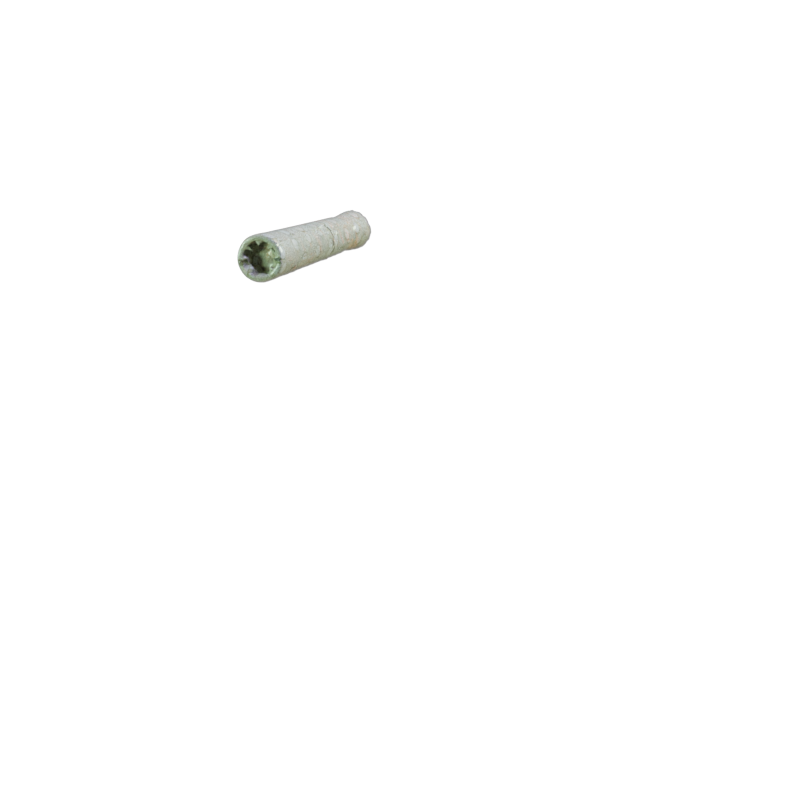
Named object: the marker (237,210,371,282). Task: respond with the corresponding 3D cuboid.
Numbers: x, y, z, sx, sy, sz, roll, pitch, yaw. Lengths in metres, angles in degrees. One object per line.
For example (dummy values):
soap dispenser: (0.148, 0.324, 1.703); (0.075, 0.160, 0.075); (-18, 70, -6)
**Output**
marker: (-0.037, -0.068, 0.478); (0.020, 0.019, 0.121); (1, 14, 16)
